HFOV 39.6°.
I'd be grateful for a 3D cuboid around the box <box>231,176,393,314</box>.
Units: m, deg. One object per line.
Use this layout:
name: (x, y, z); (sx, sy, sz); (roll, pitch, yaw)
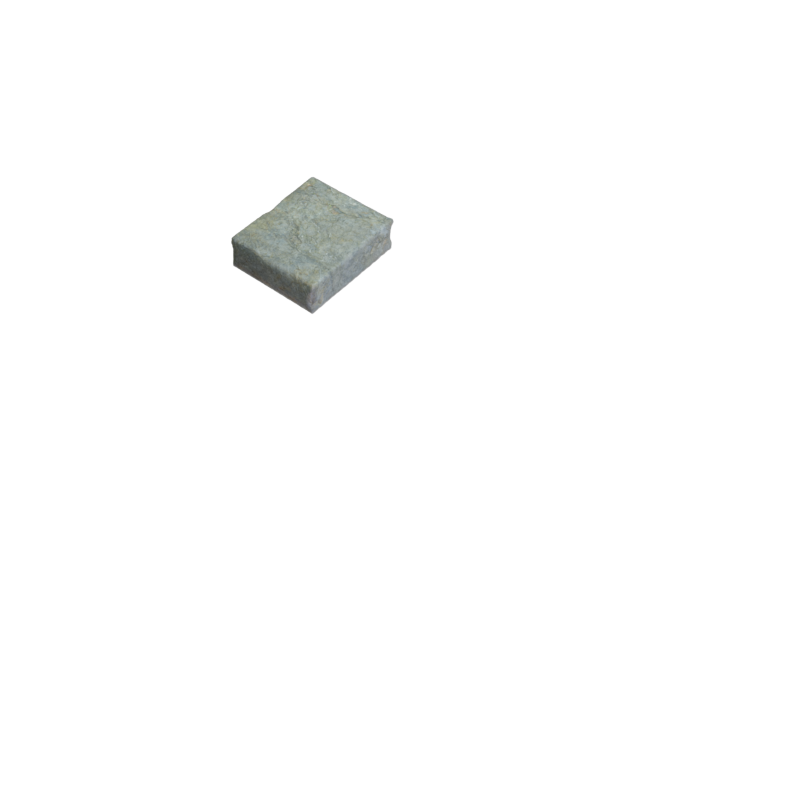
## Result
box: (-0.059, -0.108, 0.759); (0.077, 0.028, 0.091); (31, 54, 25)
